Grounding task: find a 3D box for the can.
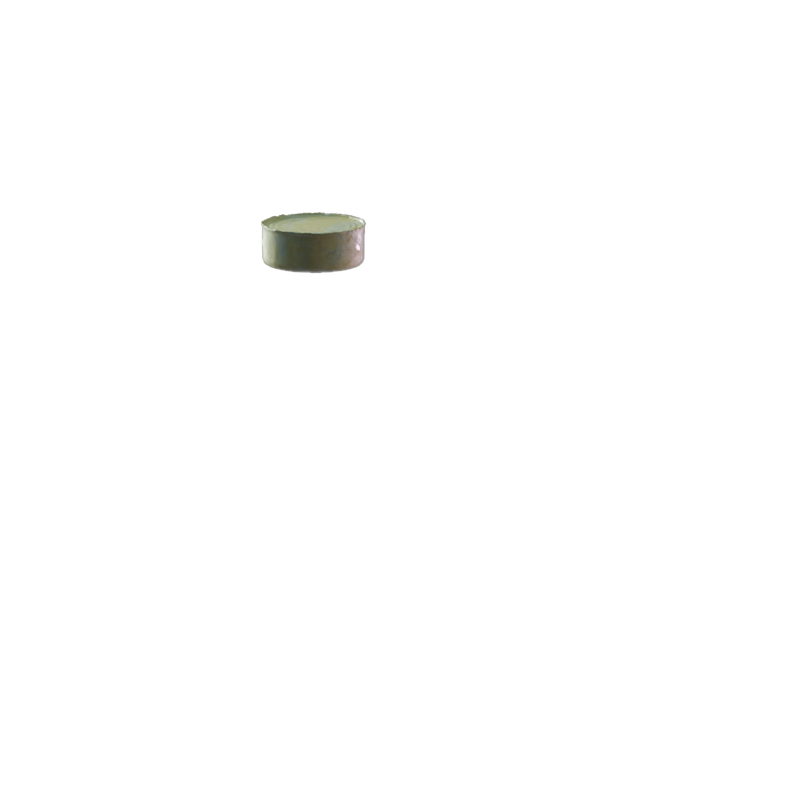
[{"bbox_3d":[-0.071,-0.130,0.908,0.086,0.032,0.089,-1,19,-2],"label":"can"}]
